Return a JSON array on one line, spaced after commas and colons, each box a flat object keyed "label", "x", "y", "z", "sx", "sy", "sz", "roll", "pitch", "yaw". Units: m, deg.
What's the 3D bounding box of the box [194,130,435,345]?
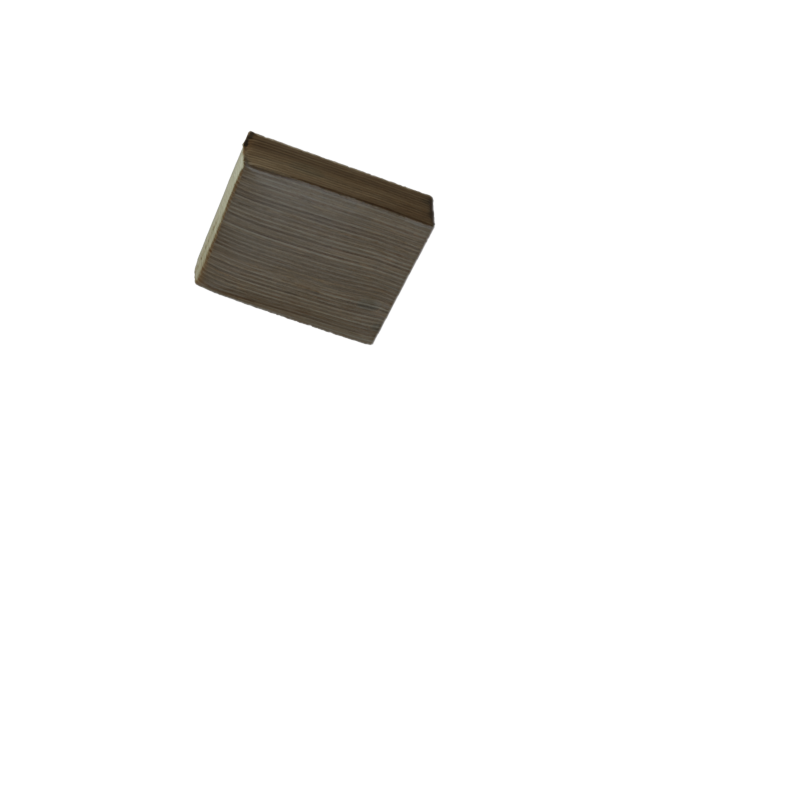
[{"label": "box", "x": -0.049, "y": -0.089, "z": 0.621, "sx": 0.111, "sy": 0.086, "sz": 0.042, "roll": 18, "pitch": 33, "yaw": -13}]
